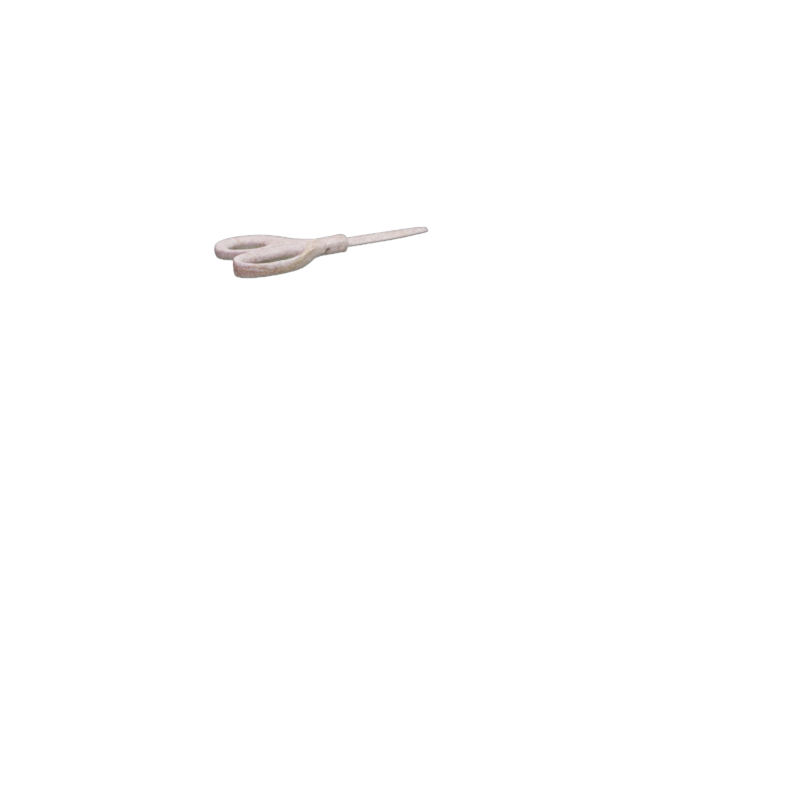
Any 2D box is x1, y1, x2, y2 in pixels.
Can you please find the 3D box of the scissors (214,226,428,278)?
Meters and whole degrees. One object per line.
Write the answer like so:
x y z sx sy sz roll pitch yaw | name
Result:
-0.075 -0.137 0.961 0.102 0.015 0.199 19 29 38 | scissors
